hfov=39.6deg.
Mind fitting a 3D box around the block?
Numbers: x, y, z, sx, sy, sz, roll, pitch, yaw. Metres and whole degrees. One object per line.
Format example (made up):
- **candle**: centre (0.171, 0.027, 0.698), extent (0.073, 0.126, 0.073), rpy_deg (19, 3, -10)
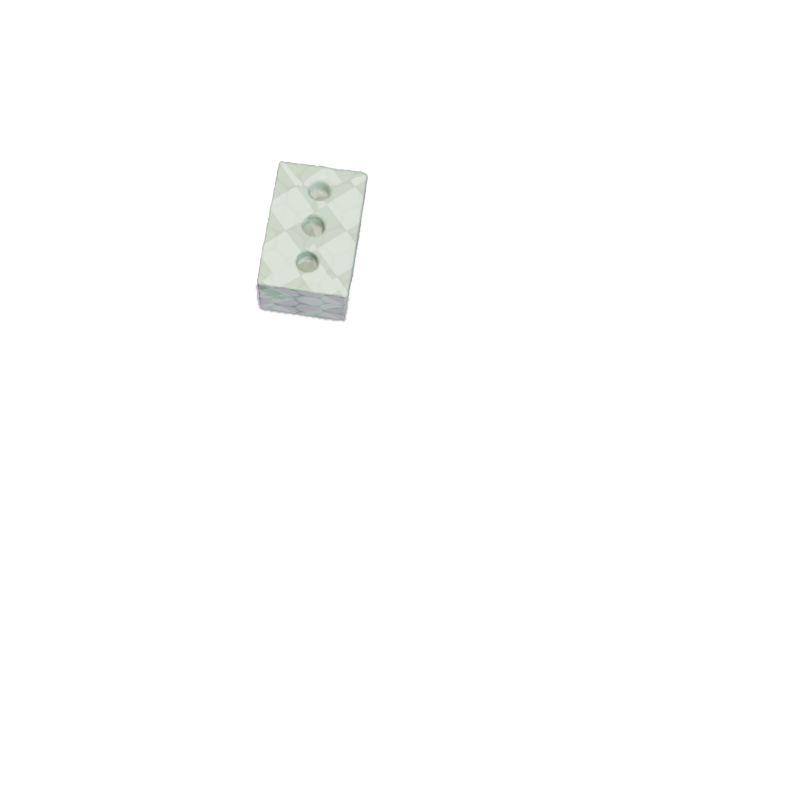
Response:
- **block**: centre (-0.050, -0.092, 0.642), extent (0.053, 0.081, 0.049), rpy_deg (8, -19, 0)
